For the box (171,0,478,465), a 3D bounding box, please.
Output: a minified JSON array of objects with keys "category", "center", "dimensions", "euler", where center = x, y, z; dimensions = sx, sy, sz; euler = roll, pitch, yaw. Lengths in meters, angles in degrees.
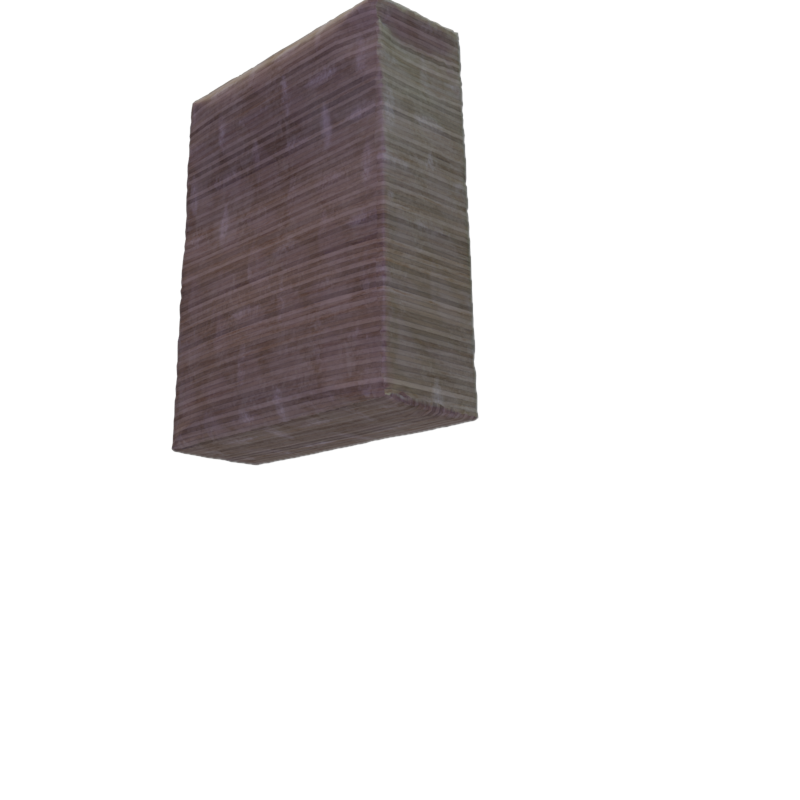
[{"category":"box","center":[-0.046,-0.085,0.592],"dimensions":[0.166,0.224,0.068],"euler":[-18,-25,42]}]
